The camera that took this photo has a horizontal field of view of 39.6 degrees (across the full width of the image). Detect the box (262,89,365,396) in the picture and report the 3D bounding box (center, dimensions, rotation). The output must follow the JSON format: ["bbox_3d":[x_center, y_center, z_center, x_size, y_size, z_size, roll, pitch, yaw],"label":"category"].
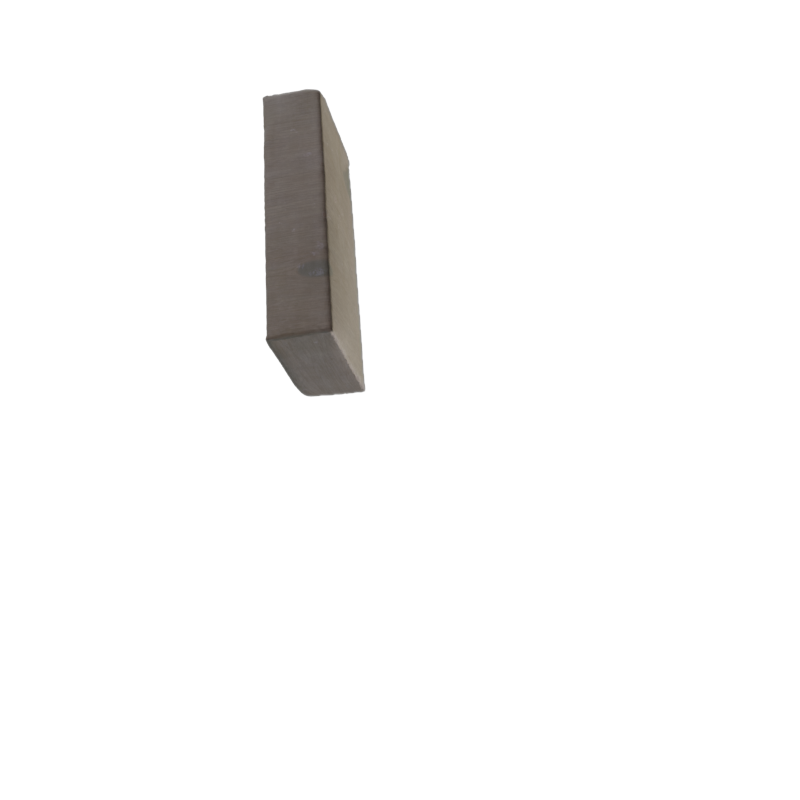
[{"bbox_3d":[-0.055,-0.100,0.701,0.048,0.187,0.087,-7,-28,9],"label":"box"}]
